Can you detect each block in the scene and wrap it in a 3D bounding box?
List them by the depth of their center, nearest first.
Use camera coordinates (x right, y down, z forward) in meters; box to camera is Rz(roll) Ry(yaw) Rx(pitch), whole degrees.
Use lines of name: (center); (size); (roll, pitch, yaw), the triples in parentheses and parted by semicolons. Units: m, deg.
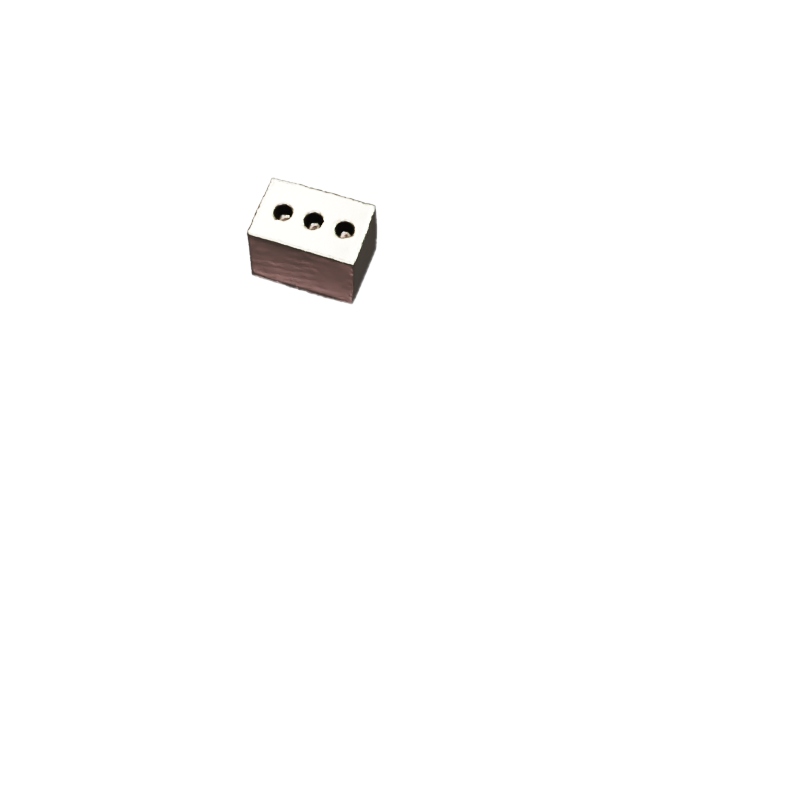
block: (-0.060, -0.109, 0.761); (0.079, 0.055, 0.048); (16, -31, 9)
